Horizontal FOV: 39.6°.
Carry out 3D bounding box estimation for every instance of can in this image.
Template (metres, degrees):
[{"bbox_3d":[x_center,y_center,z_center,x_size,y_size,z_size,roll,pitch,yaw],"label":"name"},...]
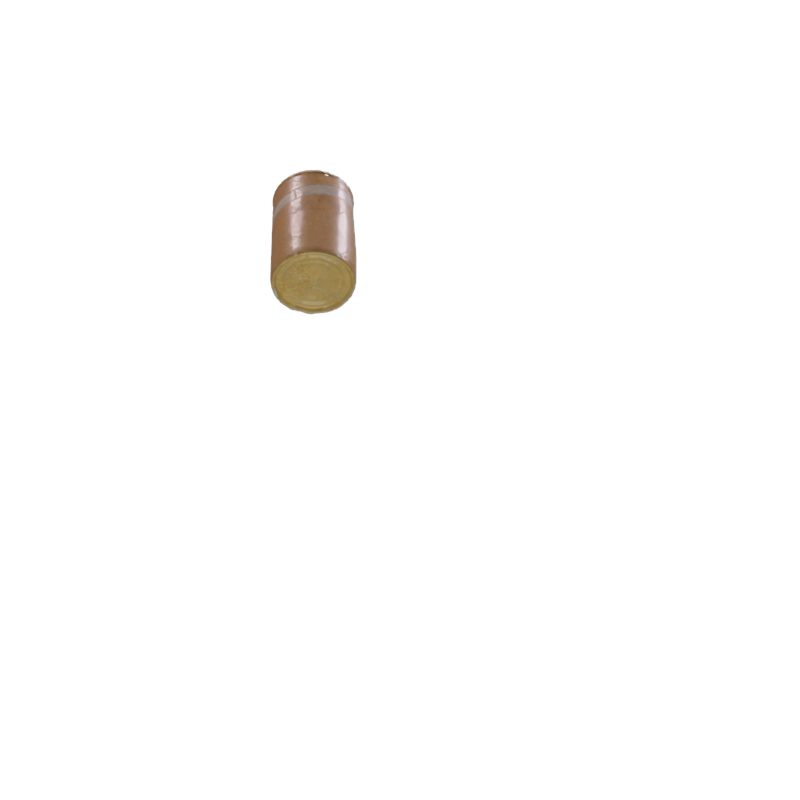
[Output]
[{"bbox_3d":[-0.069,-0.126,0.885,0.068,0.064,0.110,-1,44,-3],"label":"can"}]
